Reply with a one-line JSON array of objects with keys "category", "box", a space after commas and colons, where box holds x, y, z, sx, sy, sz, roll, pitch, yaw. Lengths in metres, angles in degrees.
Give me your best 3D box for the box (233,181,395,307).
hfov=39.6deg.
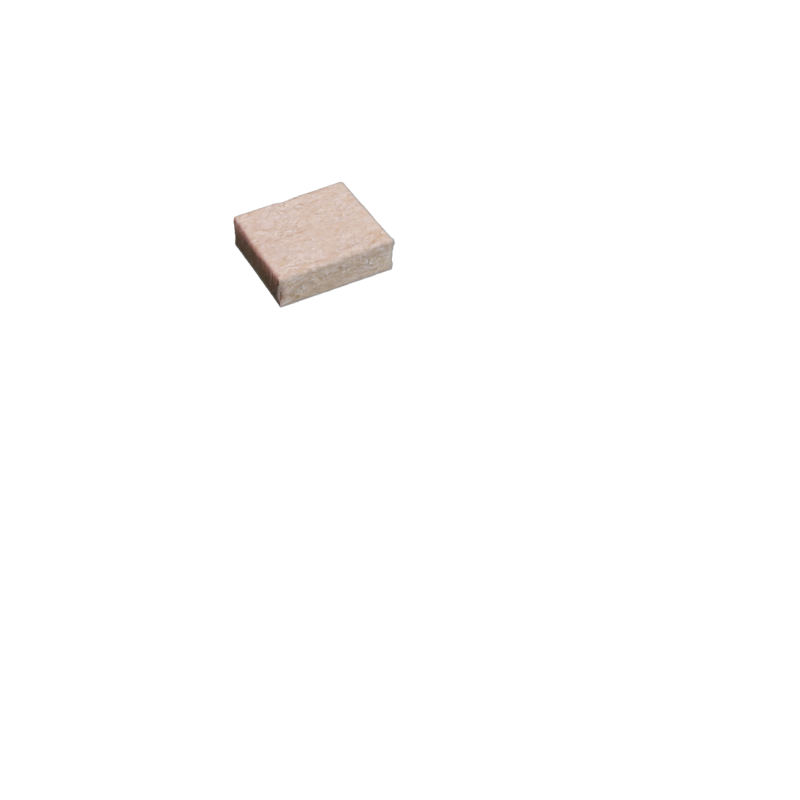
[{"category": "box", "box": [-0.059, -0.109, 0.760, 0.088, 0.028, 0.079, -21, 49, -20]}]
